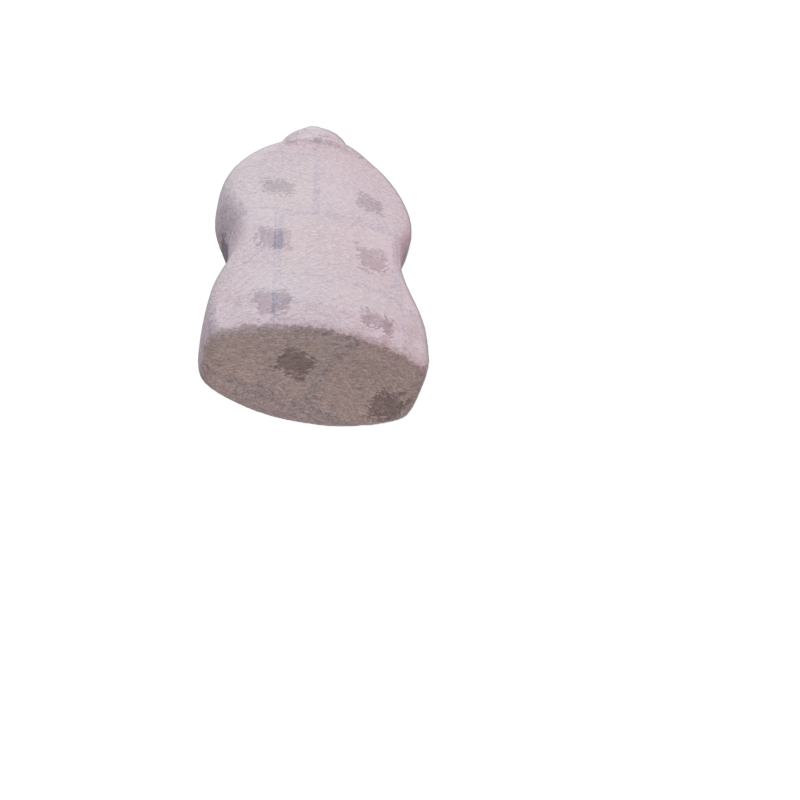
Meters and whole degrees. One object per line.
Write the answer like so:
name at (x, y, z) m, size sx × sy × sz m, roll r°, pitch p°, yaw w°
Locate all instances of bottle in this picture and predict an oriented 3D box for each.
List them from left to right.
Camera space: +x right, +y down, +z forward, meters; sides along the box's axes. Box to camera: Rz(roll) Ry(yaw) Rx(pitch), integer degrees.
bottle at (-0.042, -0.076, 0.533) m, size 0.095 × 0.055 × 0.206 m, roll 8°, pitch 41°, yaw -10°
